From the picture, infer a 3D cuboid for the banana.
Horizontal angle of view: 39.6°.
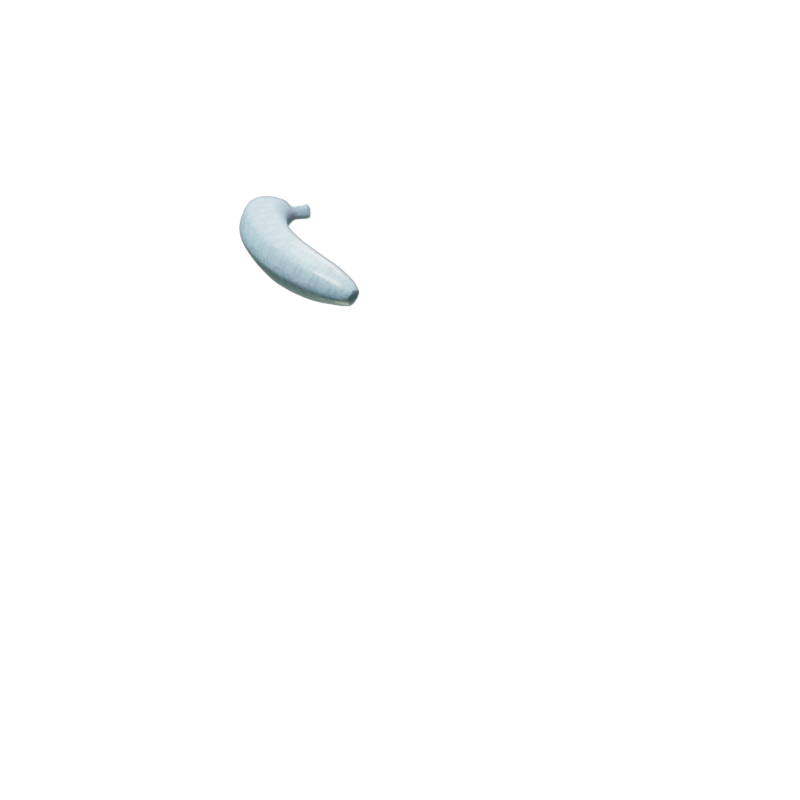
[{"bbox_3d":[-0.085,-0.121,0.847,0.069,0.035,0.211,-6,29,-12],"label":"banana"}]
